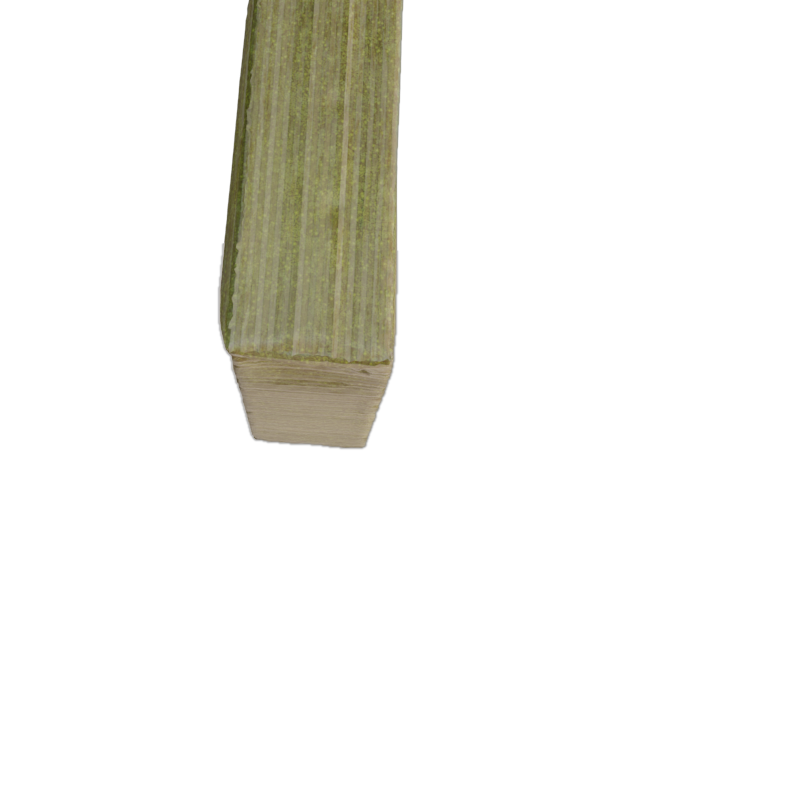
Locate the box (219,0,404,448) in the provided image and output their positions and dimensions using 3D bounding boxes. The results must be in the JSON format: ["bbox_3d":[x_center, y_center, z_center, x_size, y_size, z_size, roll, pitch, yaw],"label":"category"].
[{"bbox_3d":[-0.041,-0.075,0.526,0.072,0.171,0.206,2,-14,-3],"label":"box"}]
